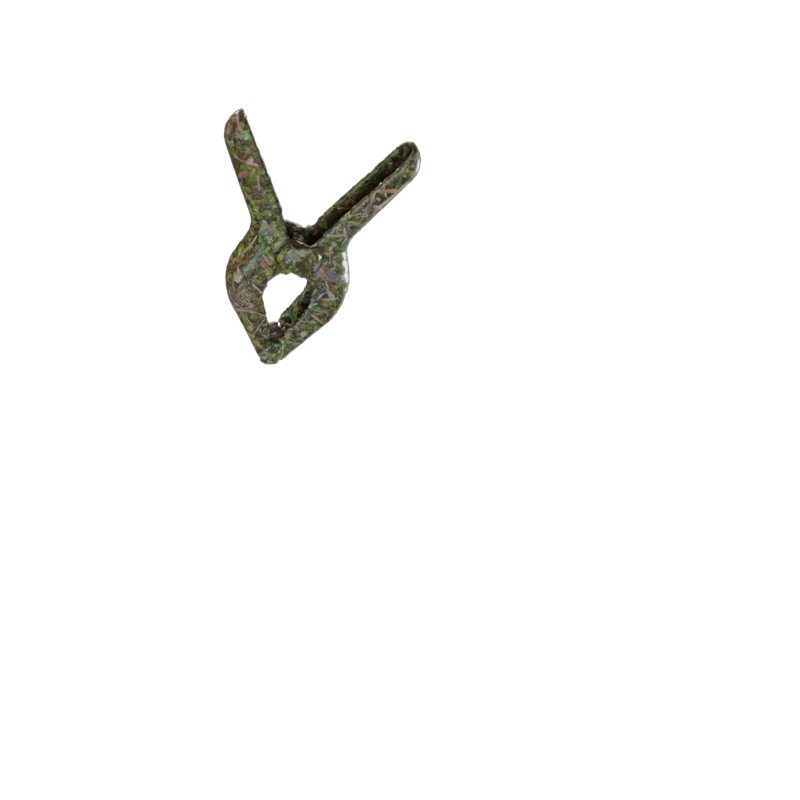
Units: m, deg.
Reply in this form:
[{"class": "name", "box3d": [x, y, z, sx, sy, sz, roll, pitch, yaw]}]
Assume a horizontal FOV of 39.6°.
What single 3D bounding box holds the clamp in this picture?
[{"class": "clamp", "box3d": [-0.054, -0.099, 0.696, 0.119, 0.162, 0.042, 6, 33, -4]}]
